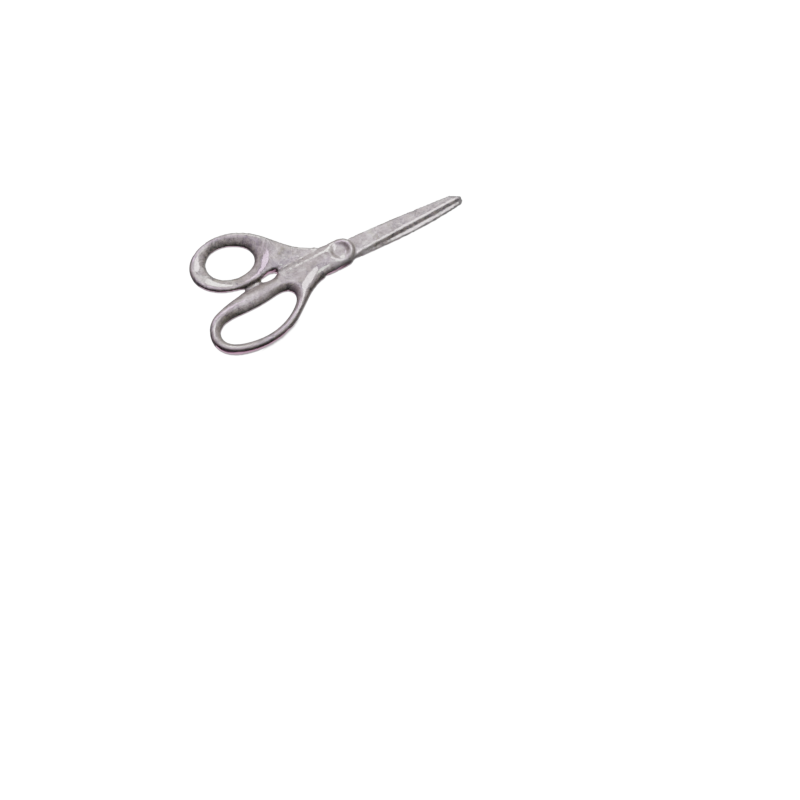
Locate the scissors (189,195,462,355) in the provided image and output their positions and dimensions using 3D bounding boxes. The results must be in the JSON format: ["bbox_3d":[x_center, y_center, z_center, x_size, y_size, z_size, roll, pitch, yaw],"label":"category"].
[{"bbox_3d":[-0.060,-0.110,0.772,0.204,0.101,0.015,-41,-19,-18],"label":"scissors"}]
